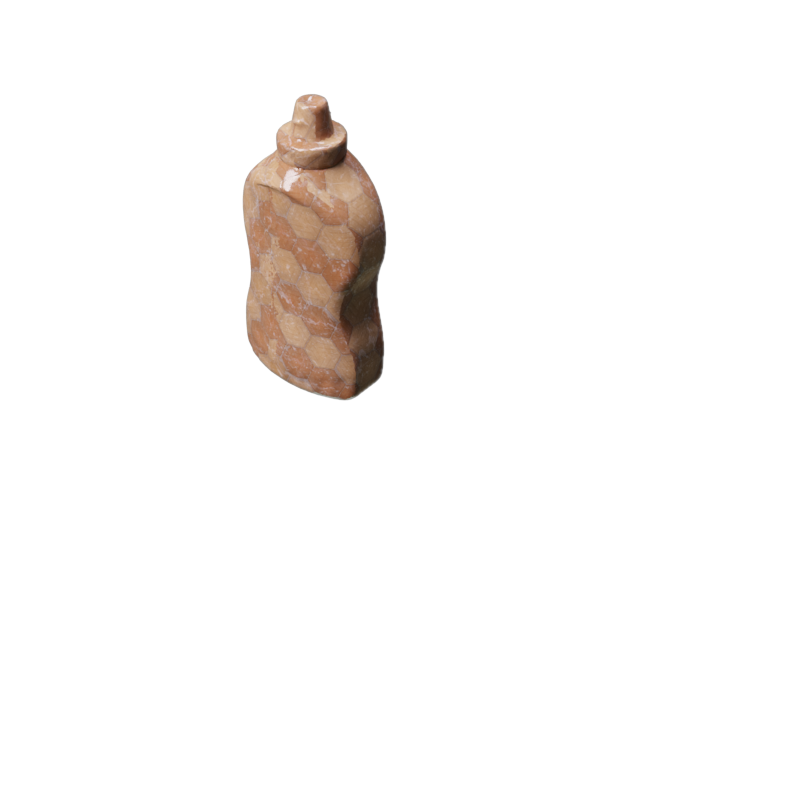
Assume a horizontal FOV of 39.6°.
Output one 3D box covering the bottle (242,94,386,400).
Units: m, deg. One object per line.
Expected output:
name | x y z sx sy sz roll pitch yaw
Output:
bottle | -0.053 -0.096 0.672 0.102 0.179 0.058 31 45 32
